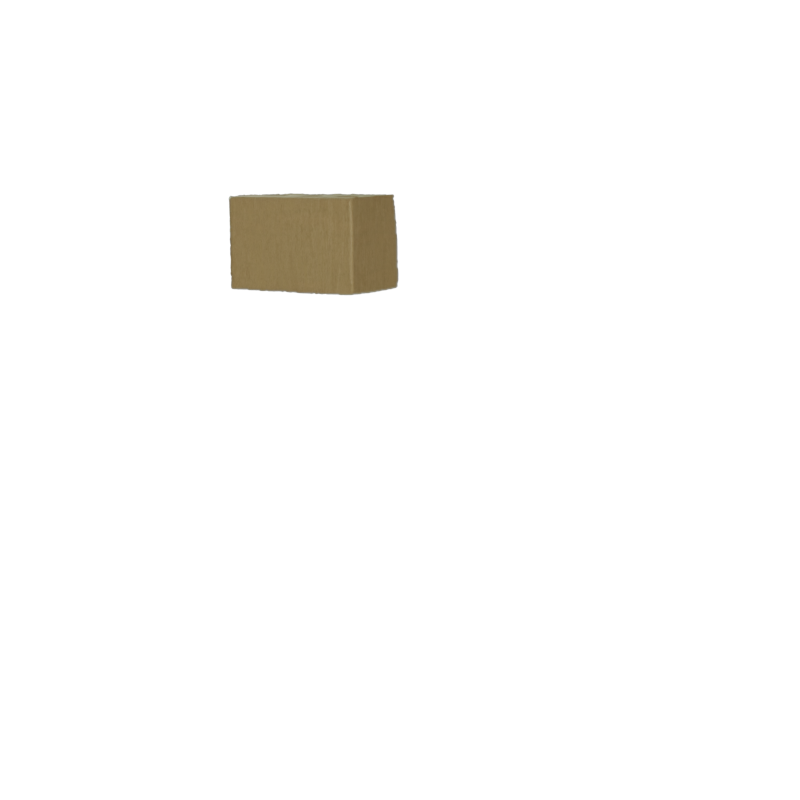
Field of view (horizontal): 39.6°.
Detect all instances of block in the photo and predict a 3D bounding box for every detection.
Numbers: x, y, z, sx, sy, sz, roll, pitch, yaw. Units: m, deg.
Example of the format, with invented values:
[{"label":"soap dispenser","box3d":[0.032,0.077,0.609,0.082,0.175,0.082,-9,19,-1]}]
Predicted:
[{"label":"block","box3d":[-0.047,-0.085,0.598,0.081,0.051,0.052,5,9,27]}]
